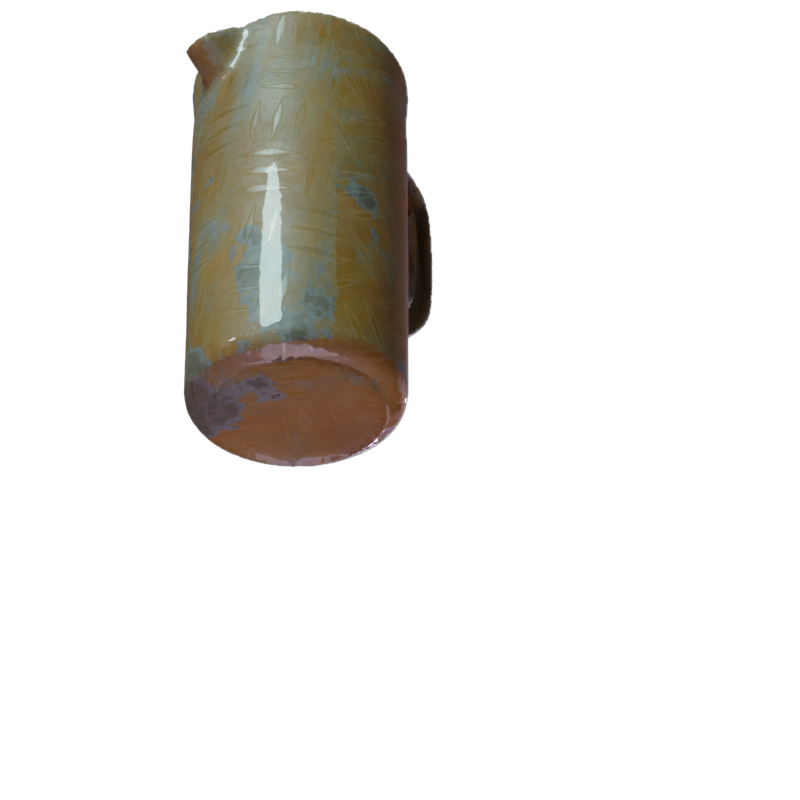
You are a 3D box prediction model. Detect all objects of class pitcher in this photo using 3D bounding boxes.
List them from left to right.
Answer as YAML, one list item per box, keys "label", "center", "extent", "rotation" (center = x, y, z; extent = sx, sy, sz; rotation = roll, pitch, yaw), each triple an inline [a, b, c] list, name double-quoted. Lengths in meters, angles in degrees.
- label: "pitcher"
  center: [-0.048, -0.088, 0.613]
  extent: [0.149, 0.261, 0.135]
  rotation: [0, -40, -3]
